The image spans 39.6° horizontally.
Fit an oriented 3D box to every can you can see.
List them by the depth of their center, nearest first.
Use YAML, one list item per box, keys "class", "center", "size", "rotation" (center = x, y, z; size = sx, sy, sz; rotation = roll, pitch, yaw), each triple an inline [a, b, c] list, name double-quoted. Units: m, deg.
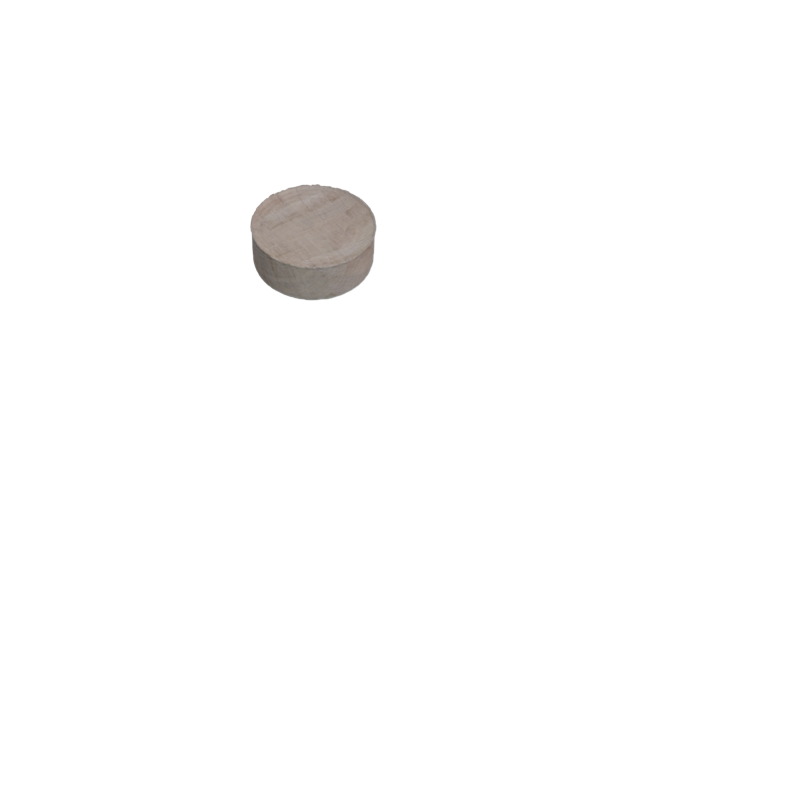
- class: "can"
  center: [-0.060, -0.109, 0.765]
  size: [0.086, 0.092, 0.031]
  rotation: [-1, -44, -1]
